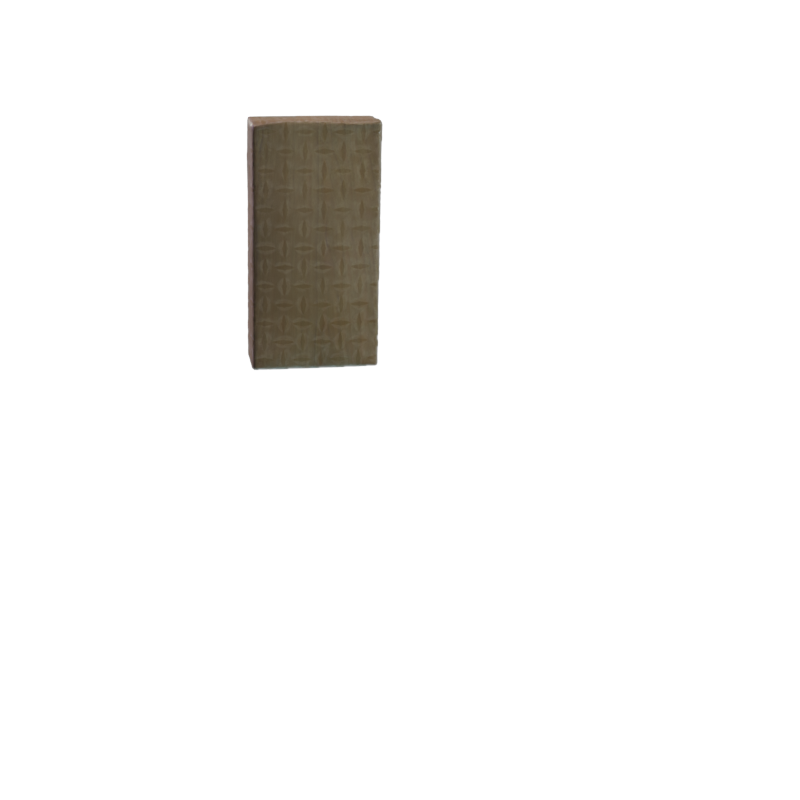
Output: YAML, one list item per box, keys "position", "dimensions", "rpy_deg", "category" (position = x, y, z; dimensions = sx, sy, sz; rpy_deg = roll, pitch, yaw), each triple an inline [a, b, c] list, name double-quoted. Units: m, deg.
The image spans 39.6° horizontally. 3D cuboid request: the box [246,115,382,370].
- position: [-0.062, -0.112, 0.787]
  dimensions: [0.092, 0.170, 0.050]
  rpy_deg: [-2, 15, -9]
  category: "box"
